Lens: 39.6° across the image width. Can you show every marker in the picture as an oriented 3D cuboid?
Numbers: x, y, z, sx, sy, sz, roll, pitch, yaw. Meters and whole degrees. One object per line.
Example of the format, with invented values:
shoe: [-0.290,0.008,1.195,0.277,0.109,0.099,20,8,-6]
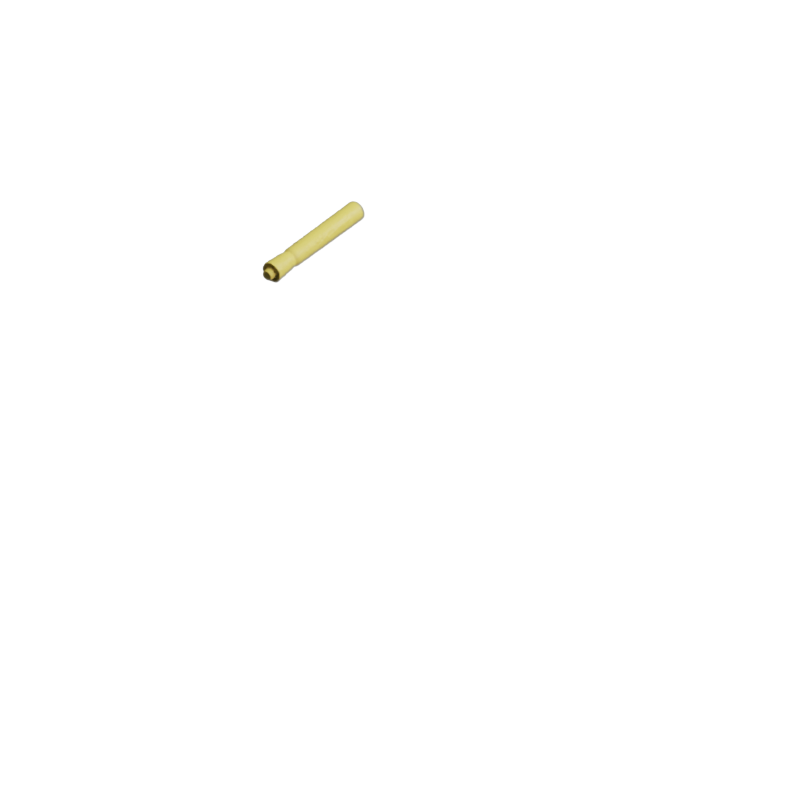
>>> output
marker: [-0.074,-0.135,0.943,0.021,0.019,0.123,3,35,42]
